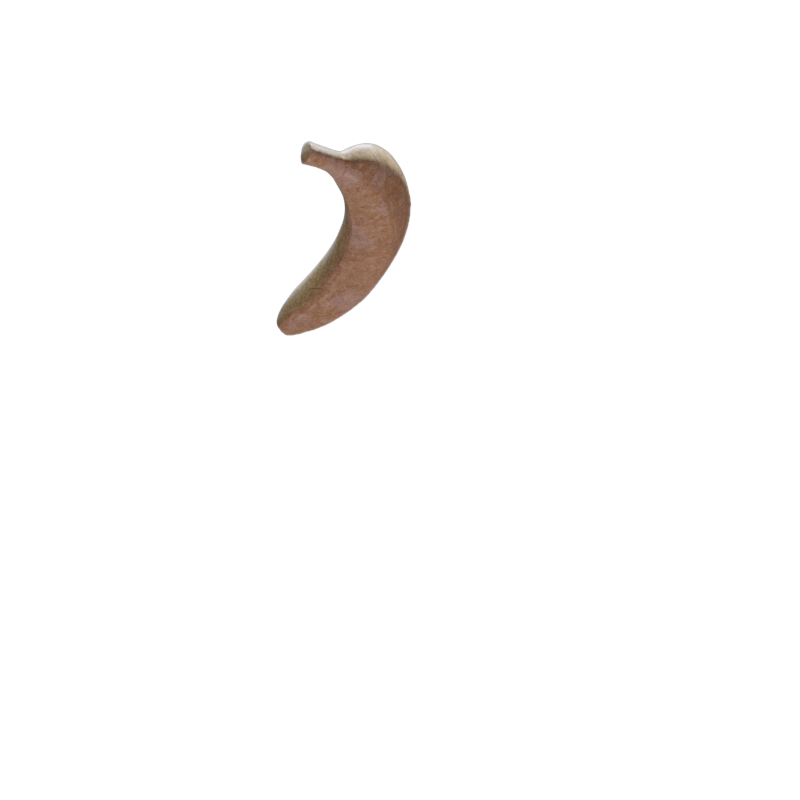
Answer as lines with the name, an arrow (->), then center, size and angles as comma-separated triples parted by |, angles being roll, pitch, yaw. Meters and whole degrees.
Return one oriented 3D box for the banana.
banana -> -0.033, -0.095, 0.656 | 0.069, 0.039, 0.187 | 4, -29, -8
